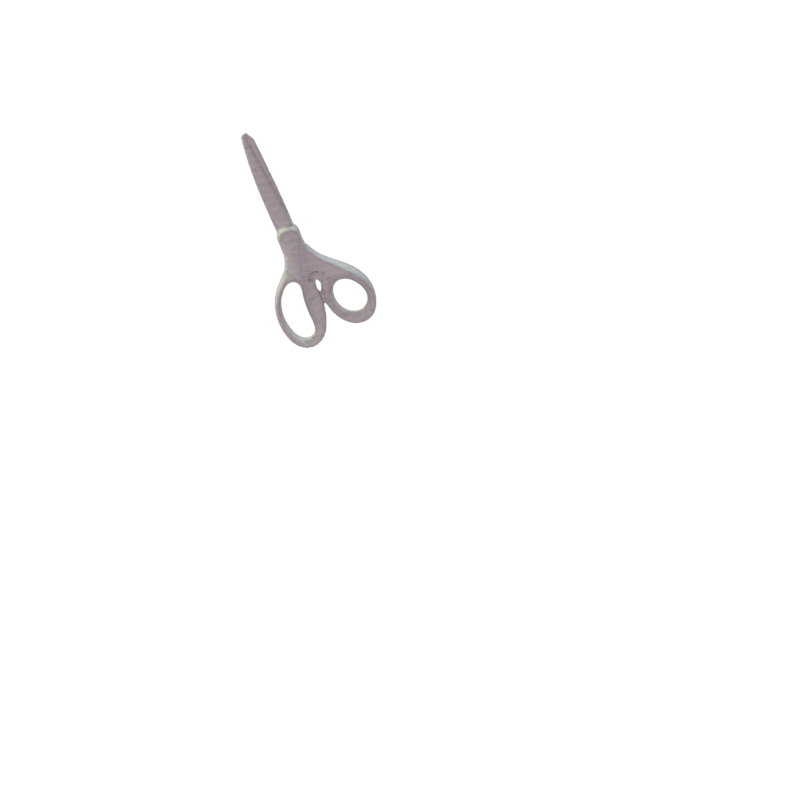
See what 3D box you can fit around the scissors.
[{"bbox_3d":[-0.072,-0.131,0.919,0.096,0.189,0.017,-3,30,2],"label":"scissors"}]
